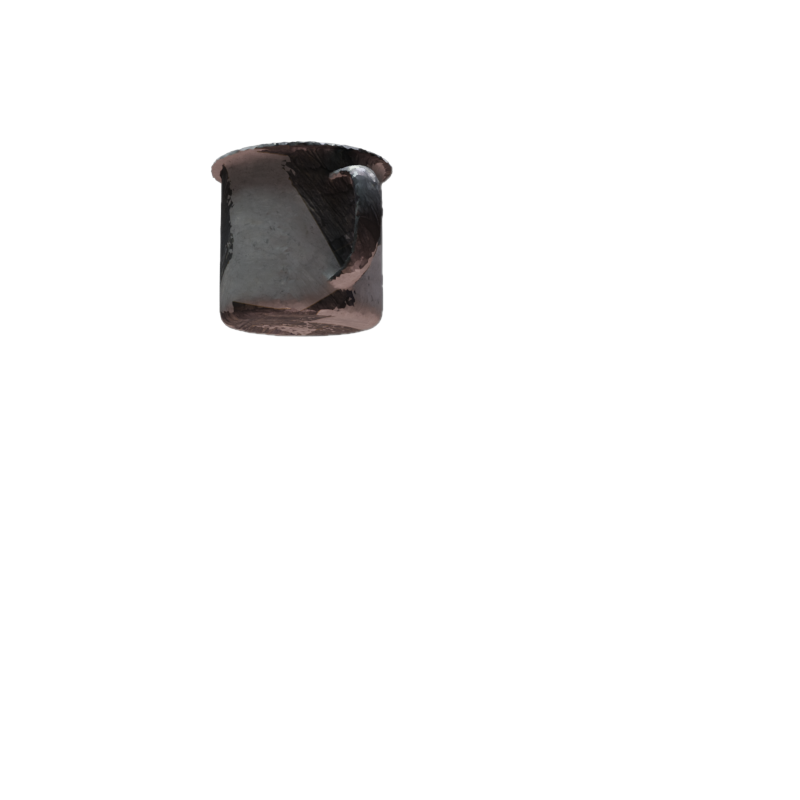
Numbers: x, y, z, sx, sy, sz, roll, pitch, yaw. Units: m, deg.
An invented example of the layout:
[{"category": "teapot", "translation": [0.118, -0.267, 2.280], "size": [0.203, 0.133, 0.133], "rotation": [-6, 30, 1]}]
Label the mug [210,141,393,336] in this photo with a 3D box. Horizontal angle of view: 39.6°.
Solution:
[{"category": "mug", "translation": [-0.043, -0.078, 0.548], "size": [0.089, 0.084, 0.119], "rotation": [6, -10, -33]}]
